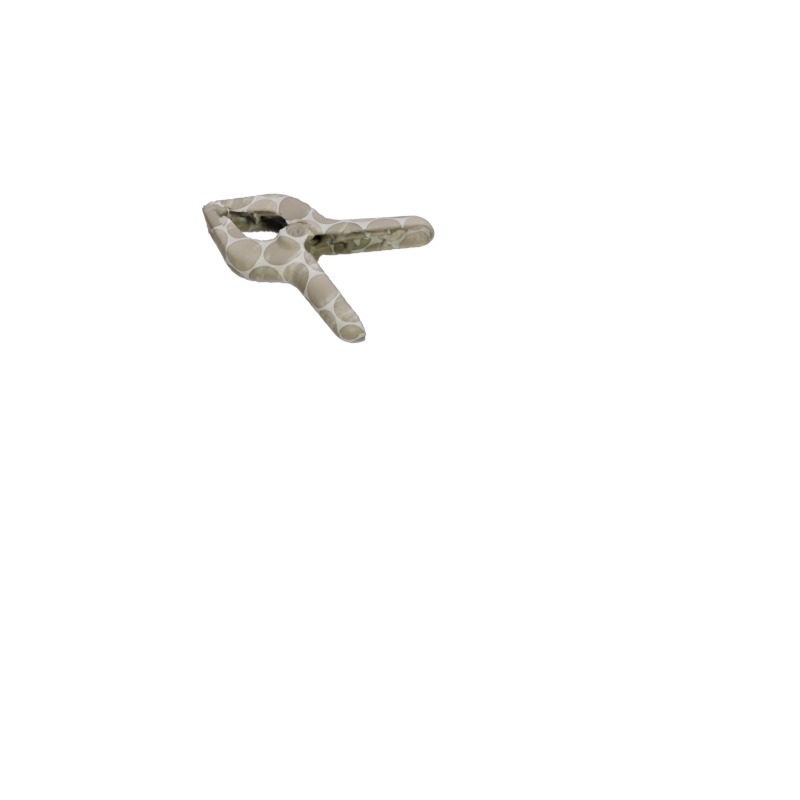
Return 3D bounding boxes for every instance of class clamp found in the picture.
[{"bbox_3d":[-0.064,-0.116,0.815,0.181,0.036,0.122,29,53,25],"label":"clamp"}]
